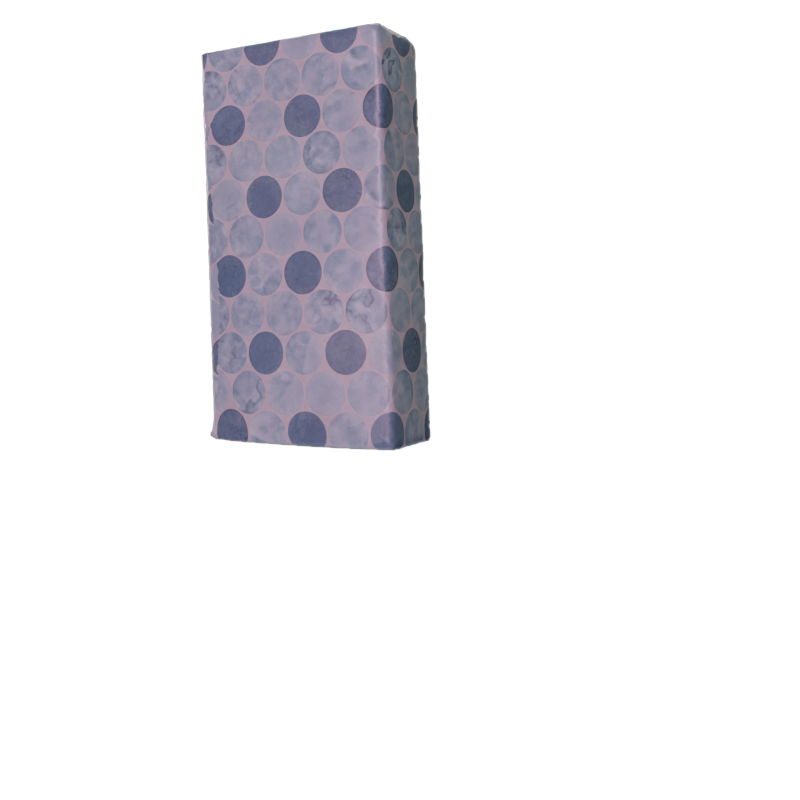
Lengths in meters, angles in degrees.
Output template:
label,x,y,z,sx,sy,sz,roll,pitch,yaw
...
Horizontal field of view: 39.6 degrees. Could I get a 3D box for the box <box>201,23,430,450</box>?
label,x,y,z,sx,sy,sz,roll,pitch,yaw
box,-0.038,-0.070,0.489,0.096,0.178,0.046,-2,-5,28
